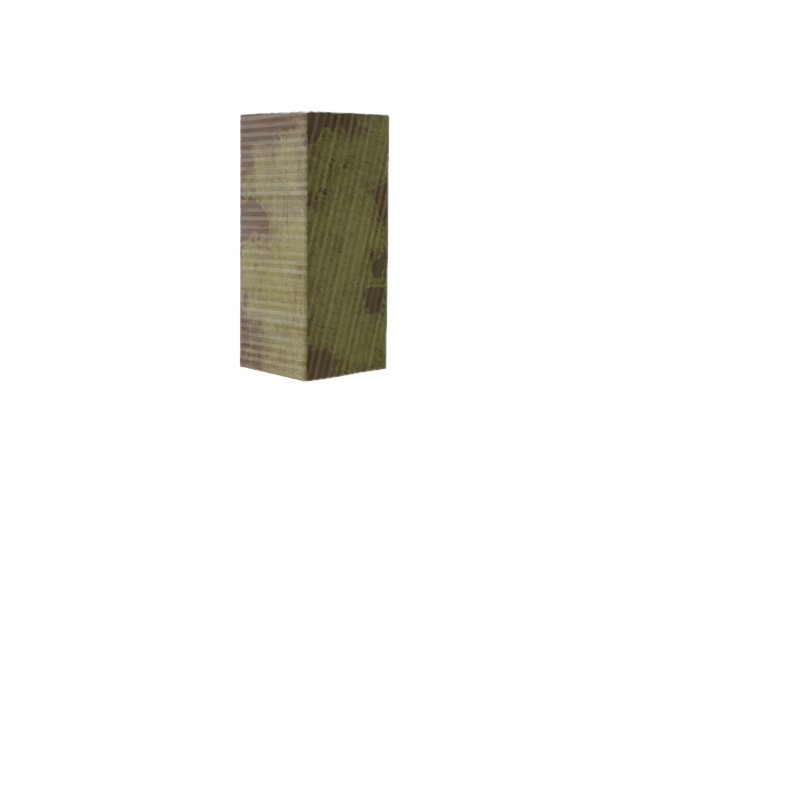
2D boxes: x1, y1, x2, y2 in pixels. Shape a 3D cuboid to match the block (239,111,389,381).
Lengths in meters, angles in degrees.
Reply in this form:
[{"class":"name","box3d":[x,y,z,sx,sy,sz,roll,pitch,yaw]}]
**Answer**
[{"class":"block","box3d":[-0.070,-0.128,0.898,0.087,0.204,0.095,-4,7,-42]}]
